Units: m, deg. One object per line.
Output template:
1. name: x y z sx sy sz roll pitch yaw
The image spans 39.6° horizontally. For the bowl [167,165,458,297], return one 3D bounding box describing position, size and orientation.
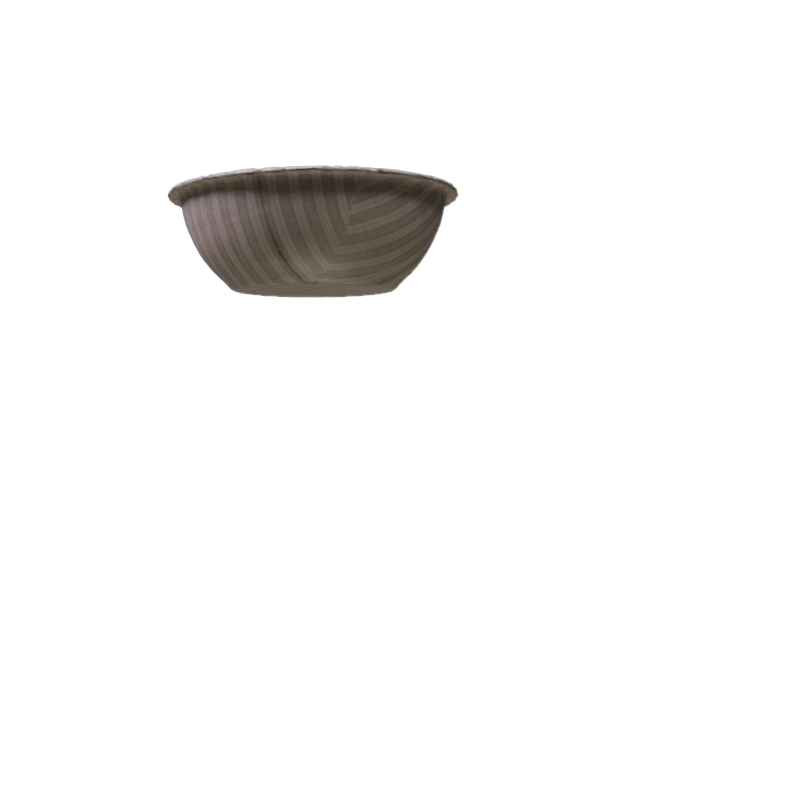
1. bowl: -0.048 -0.088 0.616 0.162 0.056 0.161 0 0 -2
